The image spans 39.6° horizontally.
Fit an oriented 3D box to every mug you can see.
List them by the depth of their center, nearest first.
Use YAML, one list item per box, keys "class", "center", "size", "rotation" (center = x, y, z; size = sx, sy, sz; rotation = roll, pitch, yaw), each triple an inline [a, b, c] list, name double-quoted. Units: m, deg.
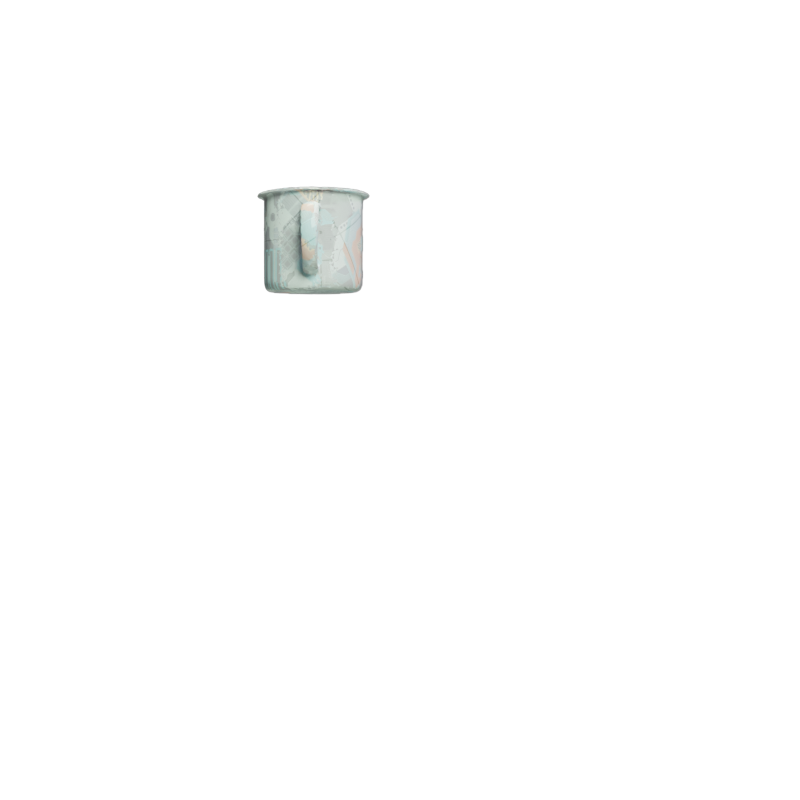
- class: "mug"
  center: [-0.071, -0.129, 0.906]
  size: [0.093, 0.082, 0.117]
  rotation: [0, 0, -3]
